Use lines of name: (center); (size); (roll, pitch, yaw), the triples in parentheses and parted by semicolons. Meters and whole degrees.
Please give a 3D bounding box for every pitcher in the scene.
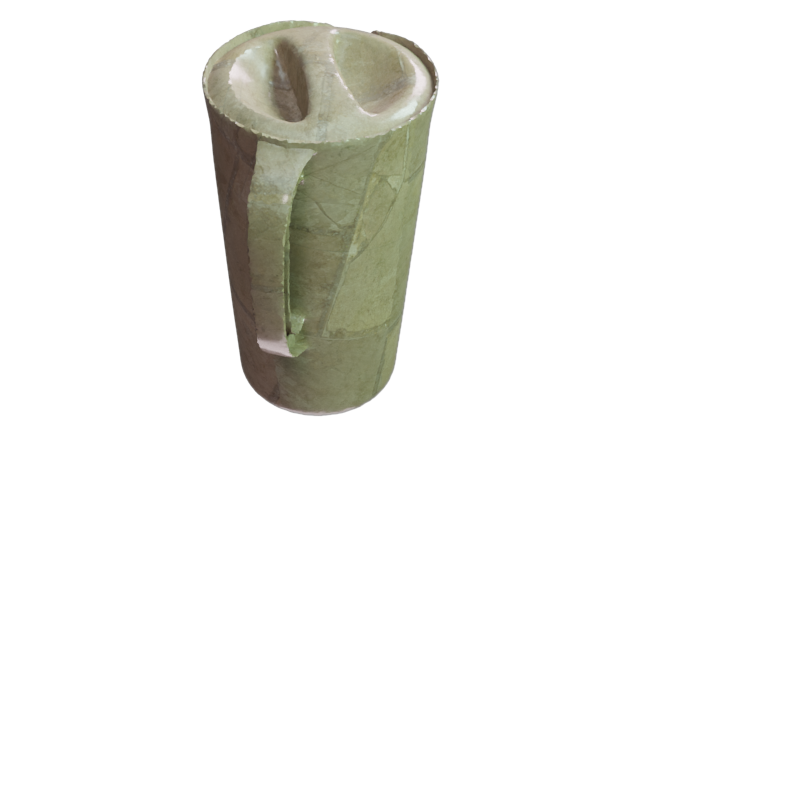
pitcher: (-0.054, -0.098, 0.690); (0.148, 0.226, 0.156); (-22, 49, -24)
